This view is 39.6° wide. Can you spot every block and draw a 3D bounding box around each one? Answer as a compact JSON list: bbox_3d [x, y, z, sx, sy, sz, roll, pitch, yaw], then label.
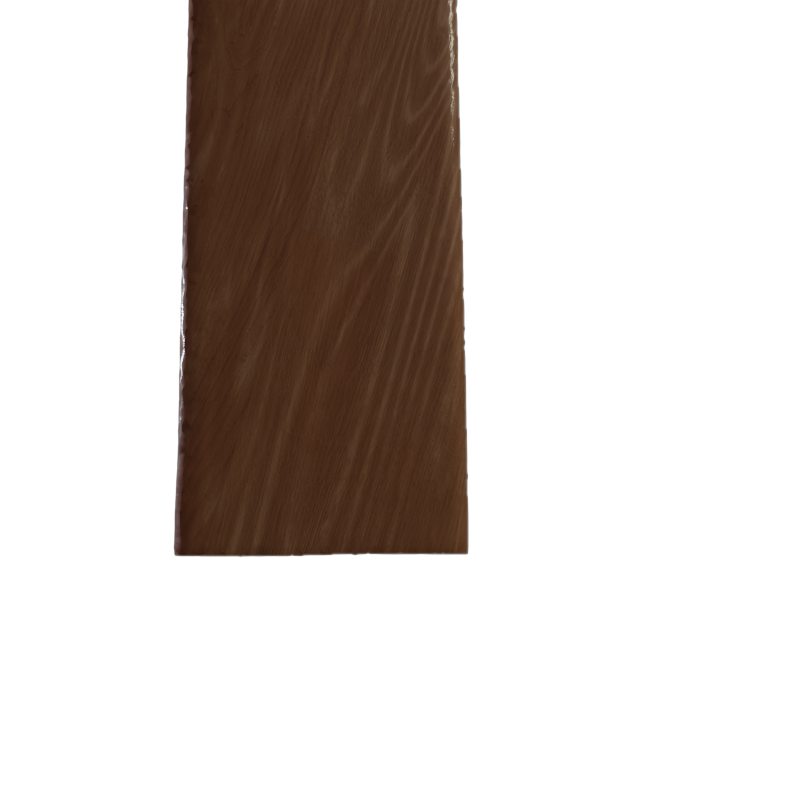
[{"bbox_3d":[-0.030,-0.055,0.388,0.089,0.212,0.089,1,-10,-7],"label":"block"}]
